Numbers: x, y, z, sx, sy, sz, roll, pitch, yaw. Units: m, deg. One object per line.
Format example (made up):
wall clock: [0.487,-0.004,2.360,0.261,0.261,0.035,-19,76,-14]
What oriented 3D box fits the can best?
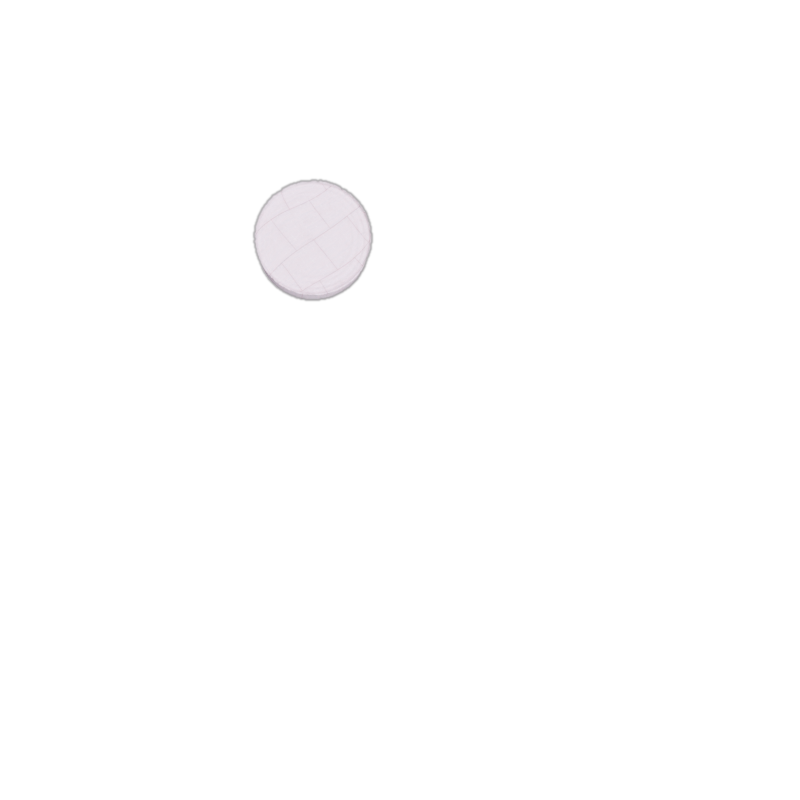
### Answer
can: [-0.064,-0.118,0.823,0.086,0.088,0.033,0,-11,-1]
